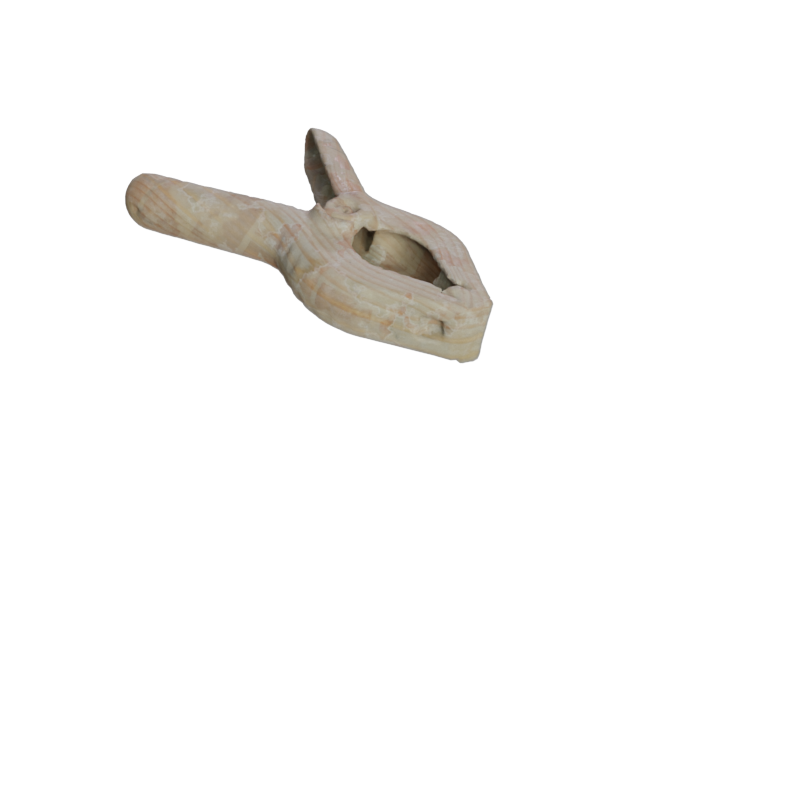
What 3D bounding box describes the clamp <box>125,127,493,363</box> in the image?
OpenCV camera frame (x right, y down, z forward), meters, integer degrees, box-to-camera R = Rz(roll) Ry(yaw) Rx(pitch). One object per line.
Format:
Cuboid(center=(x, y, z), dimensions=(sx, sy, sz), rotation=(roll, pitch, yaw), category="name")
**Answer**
Cuboid(center=(-0.038, -0.068, 0.480), dimensions=(0.119, 0.037, 0.185), rotation=(-22, 42, -27), category="clamp")
